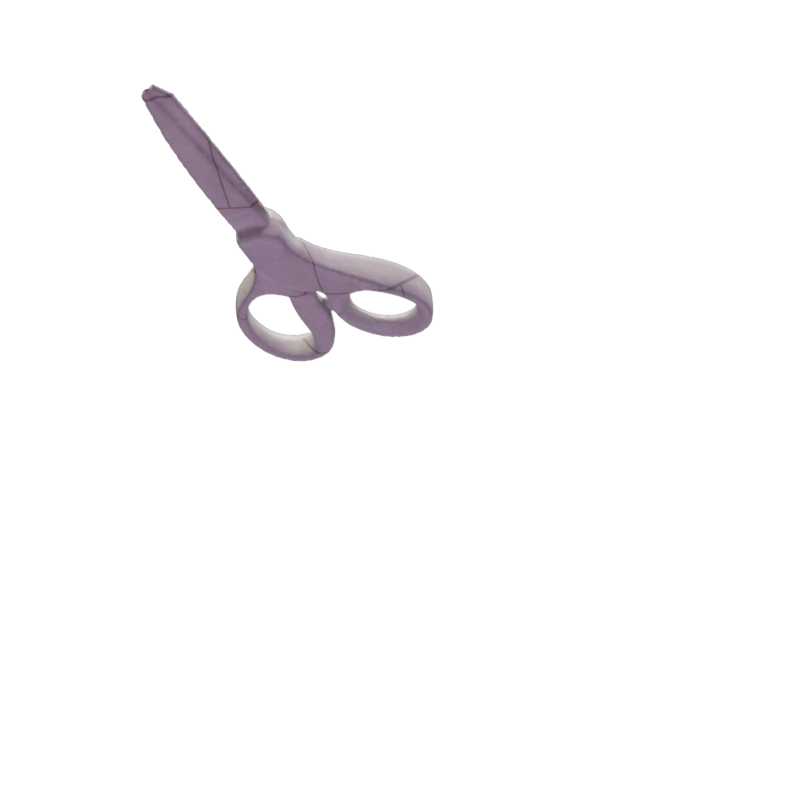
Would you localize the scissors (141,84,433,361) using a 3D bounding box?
[{"bbox_3d":[-0.034,-0.062,0.437,0.096,0.017,0.190,0,-23,1],"label":"scissors"}]
